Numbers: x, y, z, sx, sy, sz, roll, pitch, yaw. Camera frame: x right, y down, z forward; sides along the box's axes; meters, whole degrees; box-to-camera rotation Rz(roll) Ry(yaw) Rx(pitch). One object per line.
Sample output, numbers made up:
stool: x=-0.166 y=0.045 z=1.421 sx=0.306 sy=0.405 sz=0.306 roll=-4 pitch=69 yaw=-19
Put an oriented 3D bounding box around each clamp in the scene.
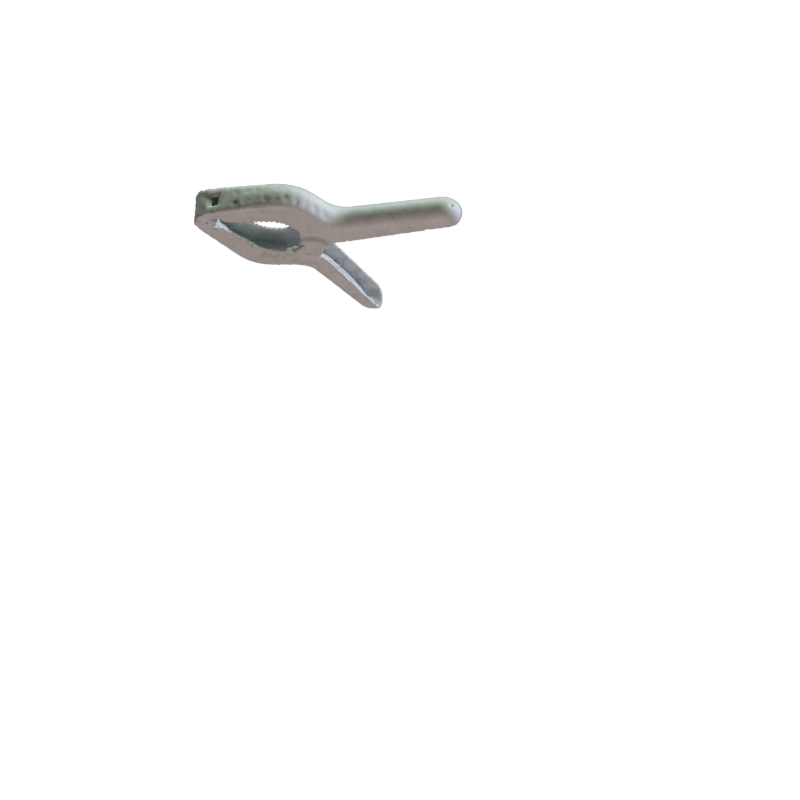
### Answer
clamp: x=-0.073 y=-0.134 z=0.937 sx=0.205 sy=0.039 sz=0.158 roll=8 pitch=-30 yaw=-15
